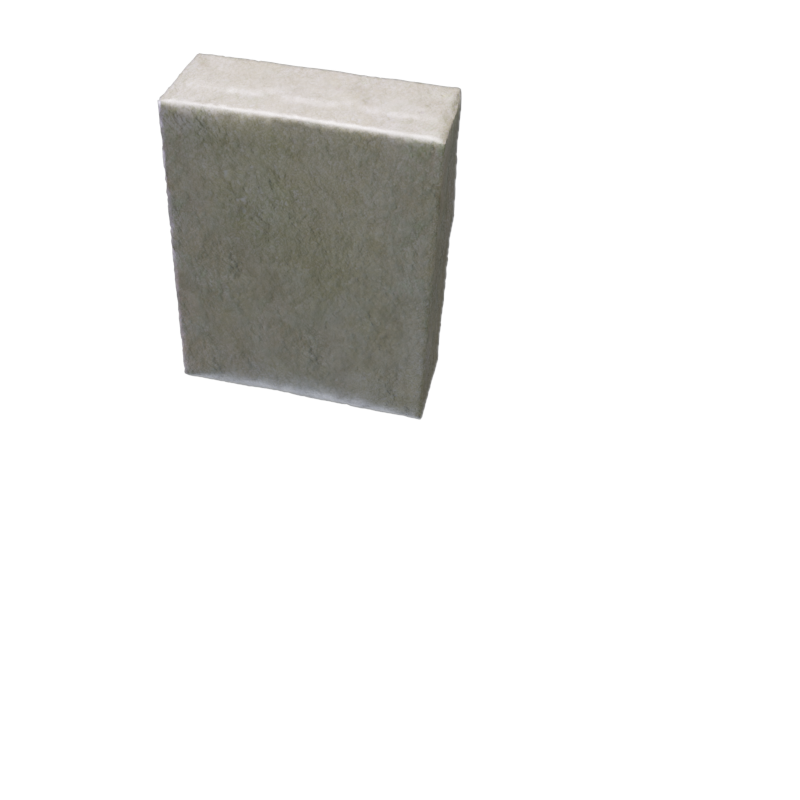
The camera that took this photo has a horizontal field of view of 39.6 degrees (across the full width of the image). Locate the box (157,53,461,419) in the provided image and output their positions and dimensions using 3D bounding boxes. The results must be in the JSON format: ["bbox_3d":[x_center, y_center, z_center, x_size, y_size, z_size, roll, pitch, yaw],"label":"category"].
[{"bbox_3d":[-0.054,-0.098,0.684,0.167,0.199,0.075,11,41,10],"label":"box"}]
